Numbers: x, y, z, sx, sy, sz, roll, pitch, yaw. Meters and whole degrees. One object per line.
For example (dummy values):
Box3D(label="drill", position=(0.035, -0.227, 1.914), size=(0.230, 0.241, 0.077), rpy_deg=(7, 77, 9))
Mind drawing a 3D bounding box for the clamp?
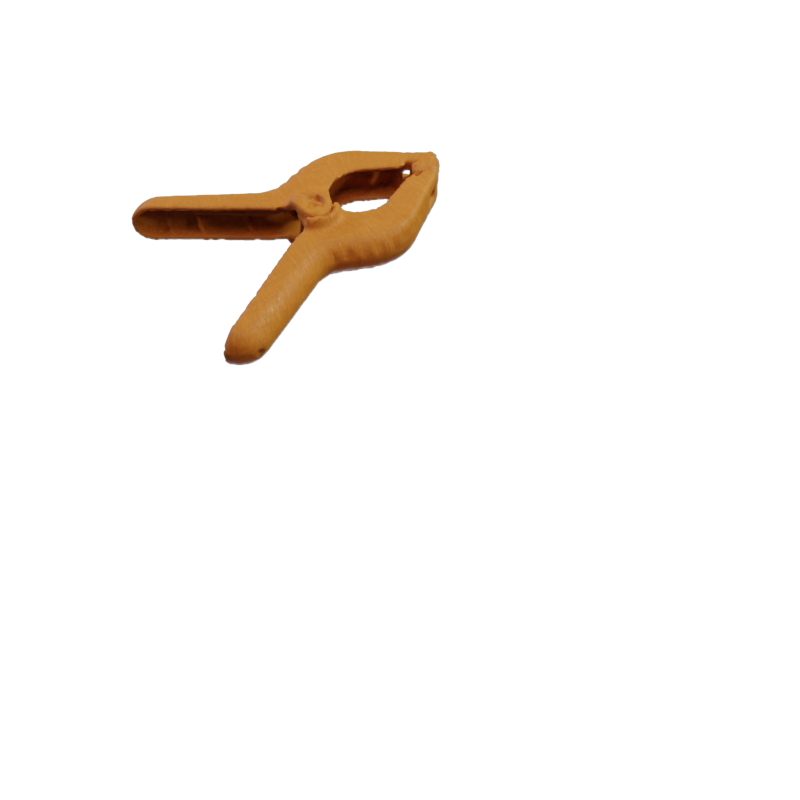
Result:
Box3D(label="clamp", position=(-0.046, -0.085, 0.594), size=(0.170, 0.129, 0.037), rpy_deg=(-20, -32, -13))
